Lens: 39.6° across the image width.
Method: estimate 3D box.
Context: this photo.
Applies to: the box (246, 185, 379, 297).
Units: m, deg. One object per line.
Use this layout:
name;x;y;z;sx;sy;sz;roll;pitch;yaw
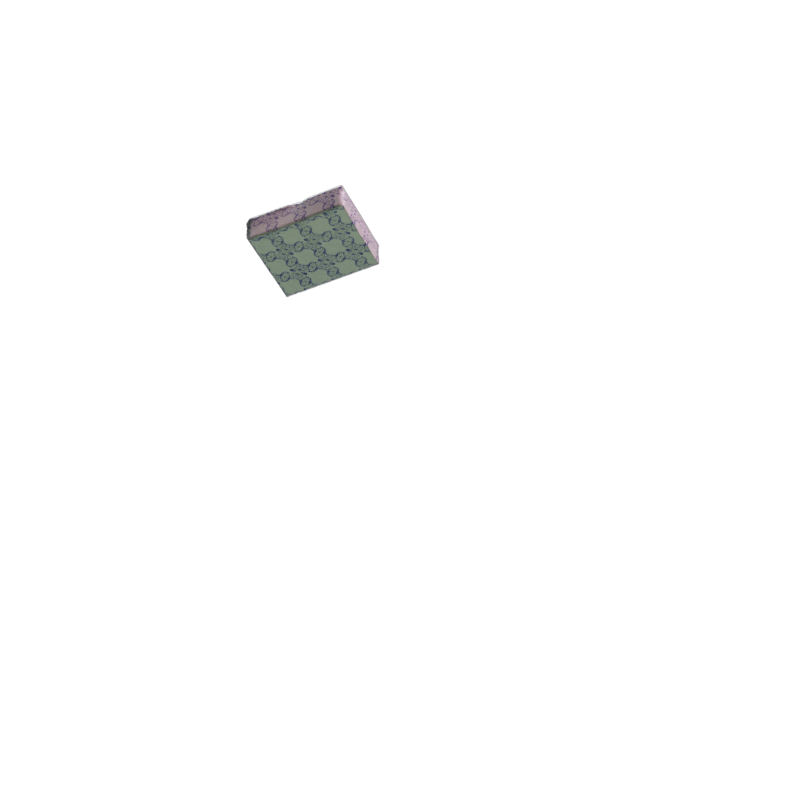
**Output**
box;-0.072;-0.131;0.915;0.090;0.032;0.067;-17;-46;17
